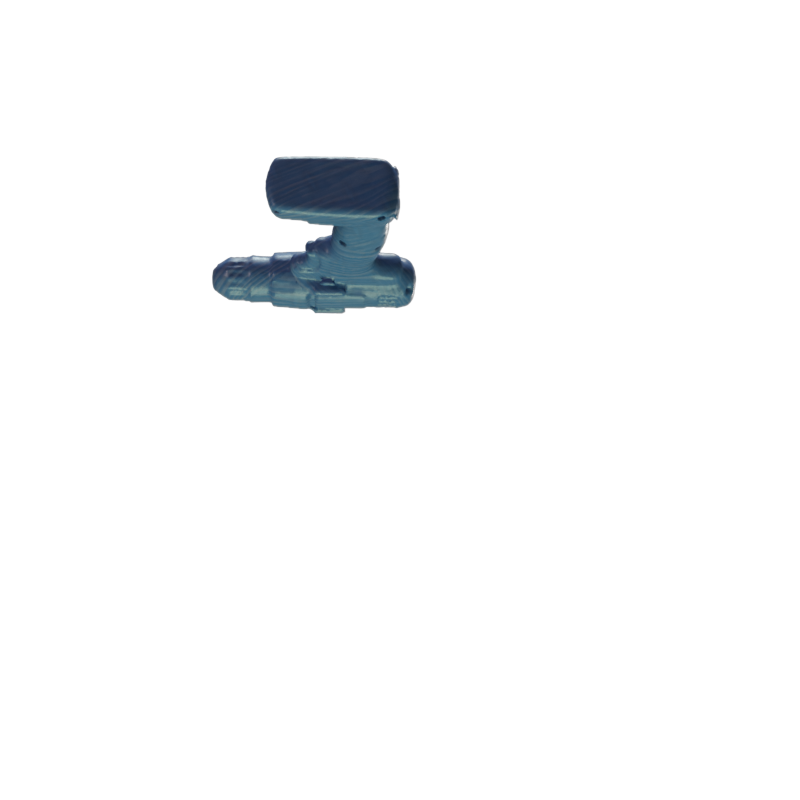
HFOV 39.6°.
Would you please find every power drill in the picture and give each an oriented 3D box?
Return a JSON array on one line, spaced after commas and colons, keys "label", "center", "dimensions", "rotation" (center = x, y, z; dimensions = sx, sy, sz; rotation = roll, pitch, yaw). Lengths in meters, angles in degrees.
[{"label": "power drill", "center": [-0.074, -0.135, 0.947], "dimensions": [0.184, 0.061, 0.178], "rotation": [1, -23, -2]}]
